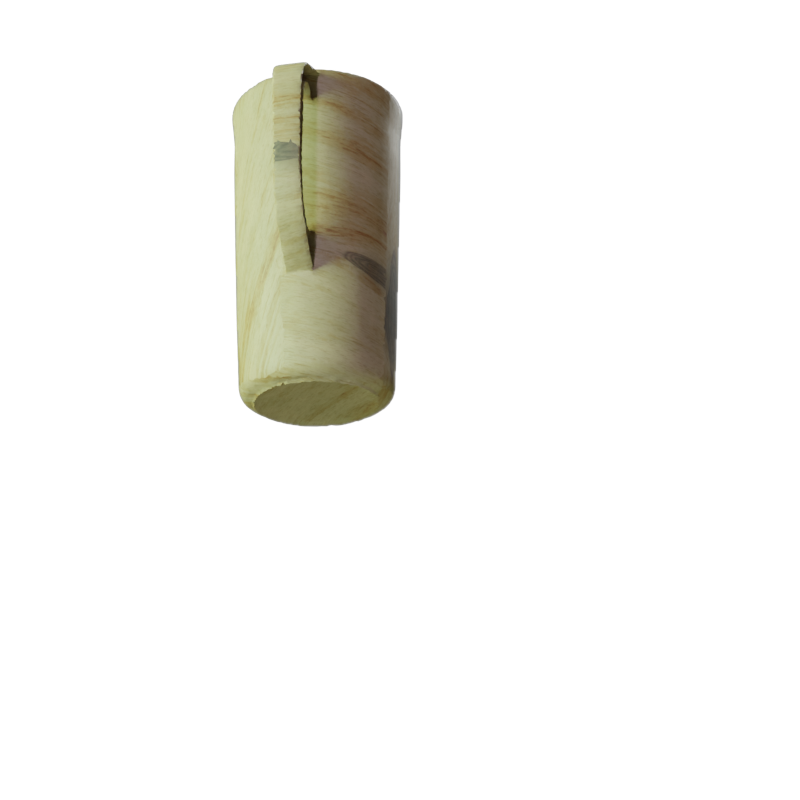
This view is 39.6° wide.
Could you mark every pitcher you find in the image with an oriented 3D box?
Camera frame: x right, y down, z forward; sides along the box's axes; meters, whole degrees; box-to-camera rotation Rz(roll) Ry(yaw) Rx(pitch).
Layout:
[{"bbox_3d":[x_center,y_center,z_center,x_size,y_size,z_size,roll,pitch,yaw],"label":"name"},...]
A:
[{"bbox_3d":[-0.063,-0.115,0.805,0.141,0.258,0.144,17,-32,-33],"label":"pitcher"}]
